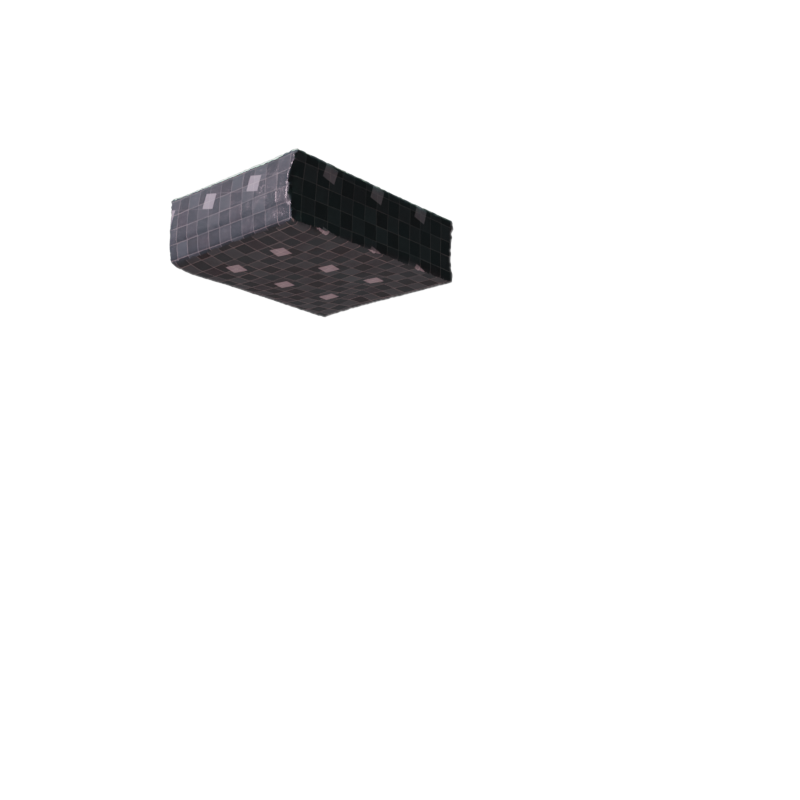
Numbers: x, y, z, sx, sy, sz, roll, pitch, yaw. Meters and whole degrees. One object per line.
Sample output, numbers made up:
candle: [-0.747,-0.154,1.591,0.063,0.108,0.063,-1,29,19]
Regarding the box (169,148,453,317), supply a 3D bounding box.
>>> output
box: [-0.043,-0.077,0.543,0.091,0.041,0.107,-13,-19,41]
